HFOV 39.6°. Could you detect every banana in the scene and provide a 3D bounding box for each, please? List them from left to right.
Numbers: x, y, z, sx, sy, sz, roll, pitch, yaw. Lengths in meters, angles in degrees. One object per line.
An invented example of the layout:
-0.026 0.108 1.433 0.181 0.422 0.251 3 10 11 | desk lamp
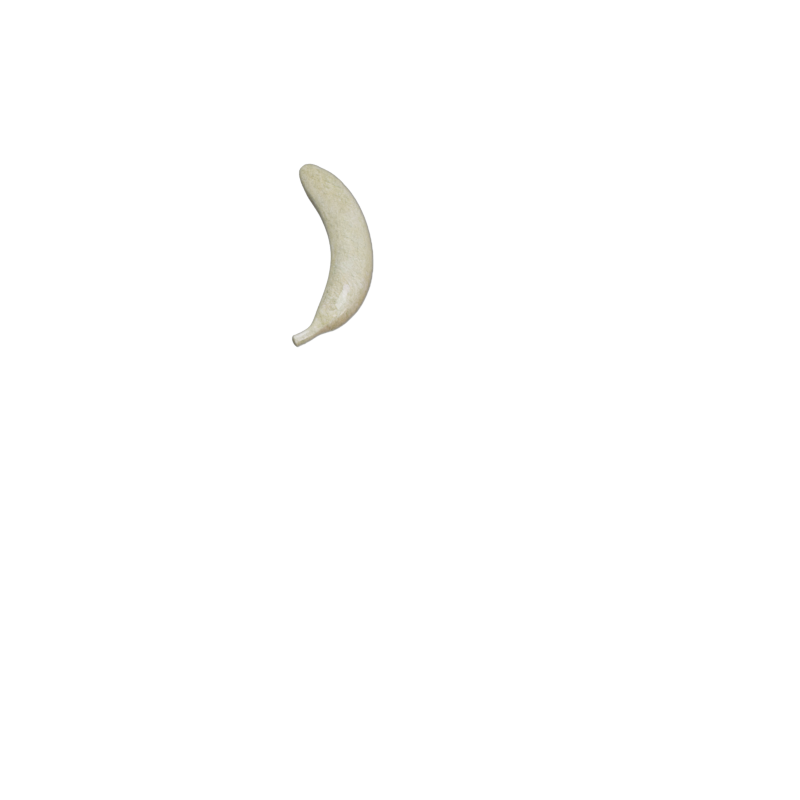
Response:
-0.059 -0.137 0.983 0.069 0.212 0.034 0 -36 -1 | banana
